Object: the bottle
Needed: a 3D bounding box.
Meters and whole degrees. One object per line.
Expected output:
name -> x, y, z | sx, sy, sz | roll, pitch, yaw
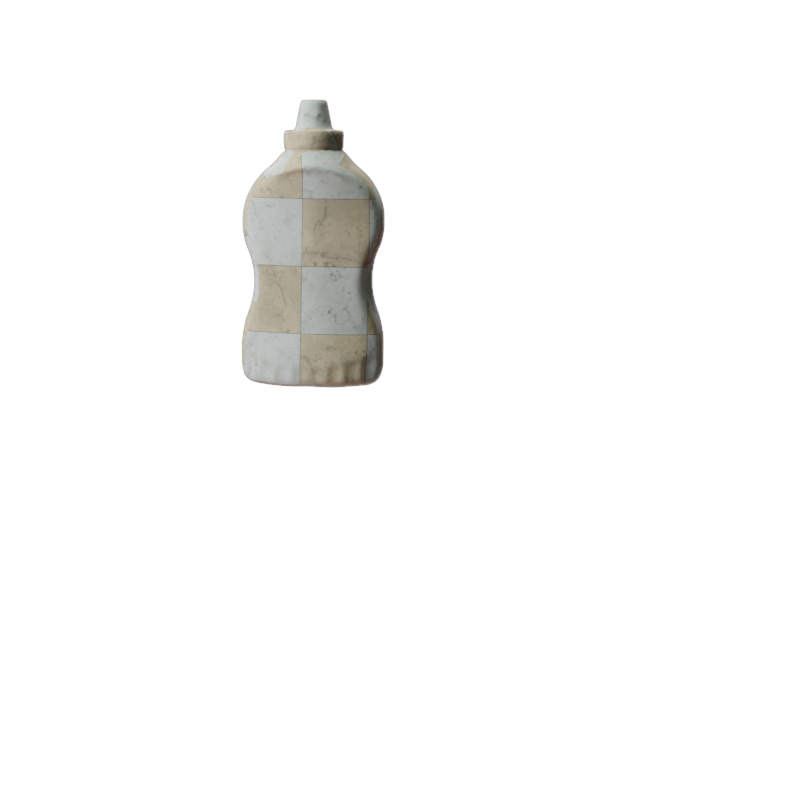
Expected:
bottle -> -0.059, -0.108, 0.756 | 0.097, 0.189, 0.059 | 1, 6, 7
